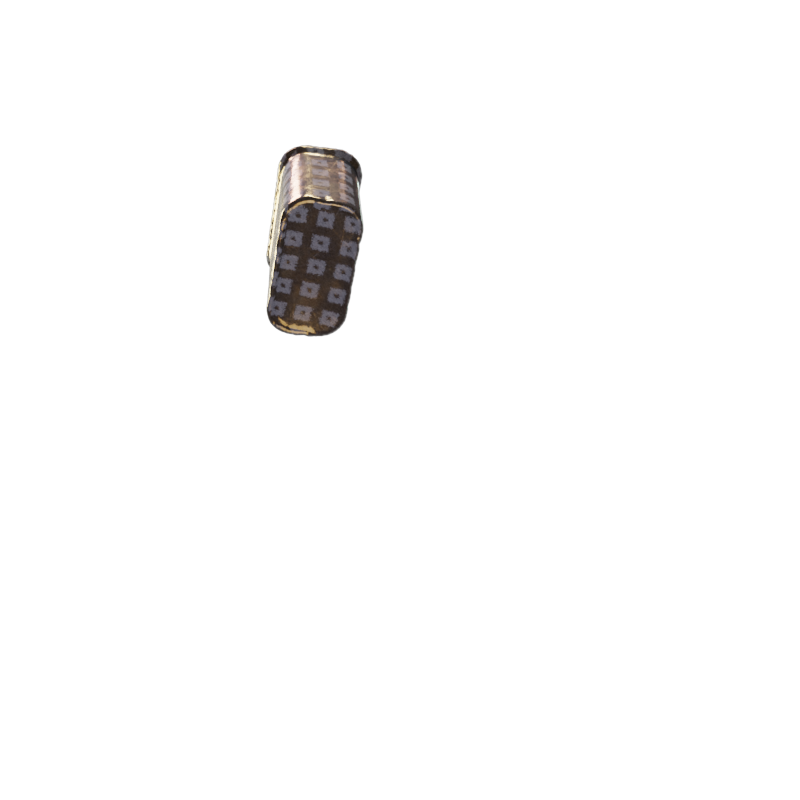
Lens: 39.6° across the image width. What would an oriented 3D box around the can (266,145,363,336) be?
[{"bbox_3d":[-0.057,-0.104,0.724,0.057,0.097,0.089,7,29,-7],"label":"can"}]
